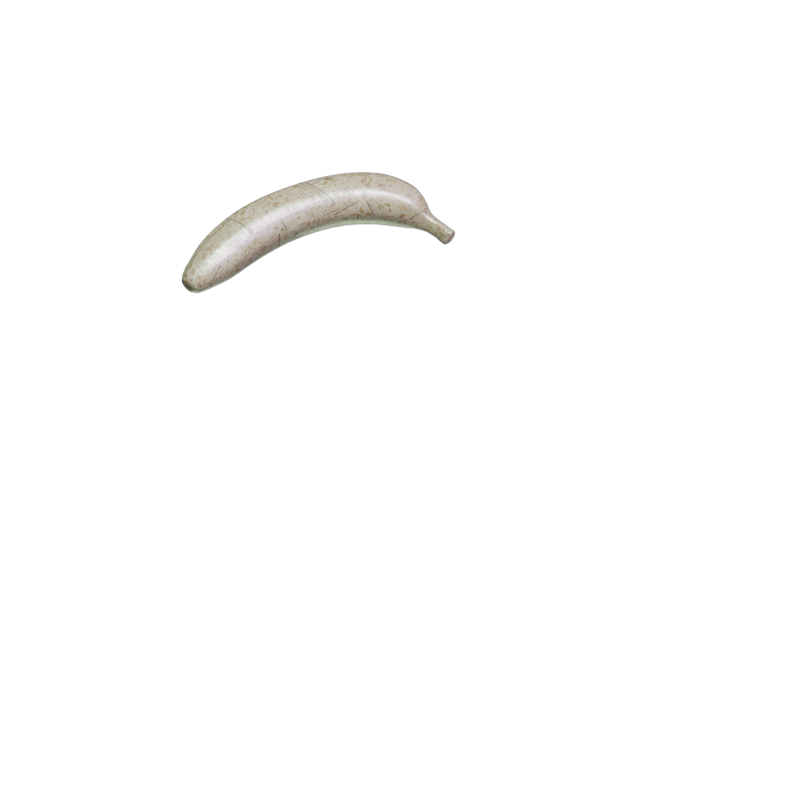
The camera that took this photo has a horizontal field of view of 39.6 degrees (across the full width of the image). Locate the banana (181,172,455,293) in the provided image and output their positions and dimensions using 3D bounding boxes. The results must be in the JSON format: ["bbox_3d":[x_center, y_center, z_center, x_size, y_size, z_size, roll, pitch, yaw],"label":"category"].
[{"bbox_3d":[-0.063,-0.126,0.786,0.196,0.075,0.034,-14,-39,-12],"label":"banana"}]
